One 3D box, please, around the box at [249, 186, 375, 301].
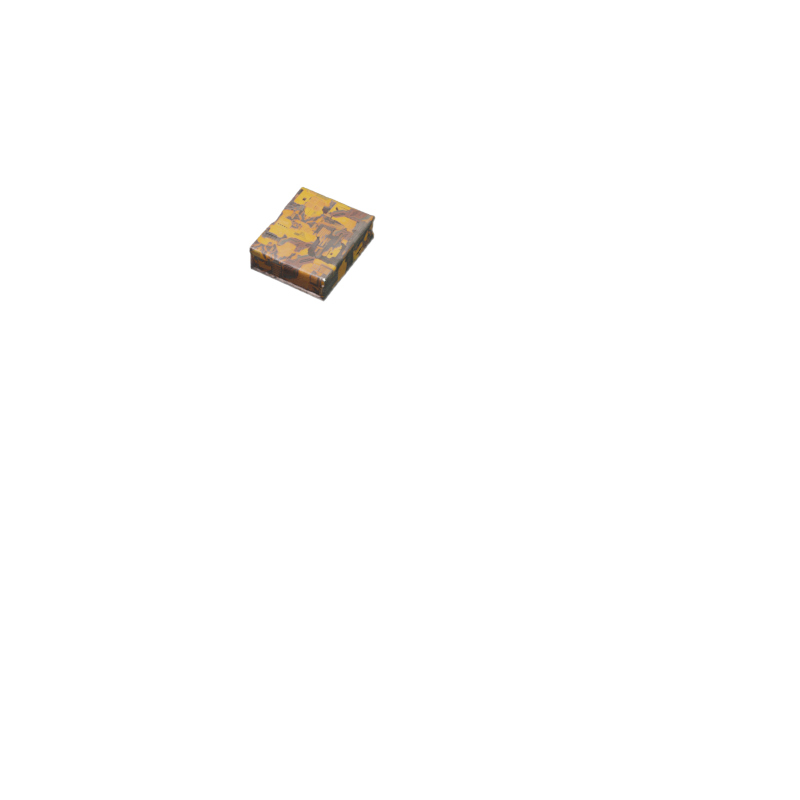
[{"bbox_3d":[-0.073,-0.133,0.934,0.076,0.092,0.028,23,-36,18],"label":"box"}]
